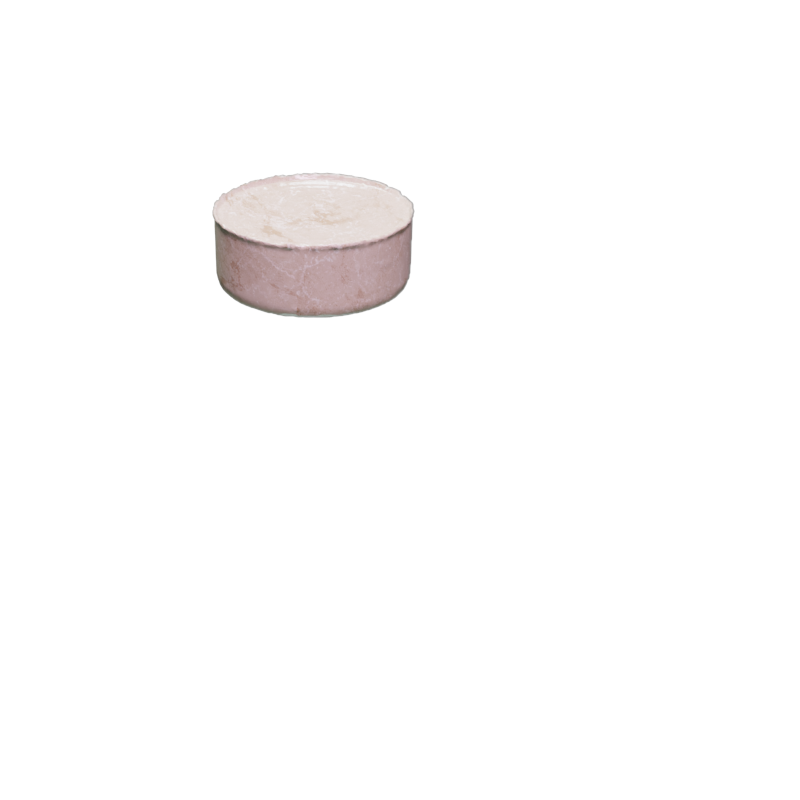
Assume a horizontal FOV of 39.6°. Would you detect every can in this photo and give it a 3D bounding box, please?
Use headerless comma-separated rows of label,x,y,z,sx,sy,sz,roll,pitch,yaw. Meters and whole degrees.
can,-0.037,-0.068,0.478,0.086,0.032,0.091,-1,29,-2
